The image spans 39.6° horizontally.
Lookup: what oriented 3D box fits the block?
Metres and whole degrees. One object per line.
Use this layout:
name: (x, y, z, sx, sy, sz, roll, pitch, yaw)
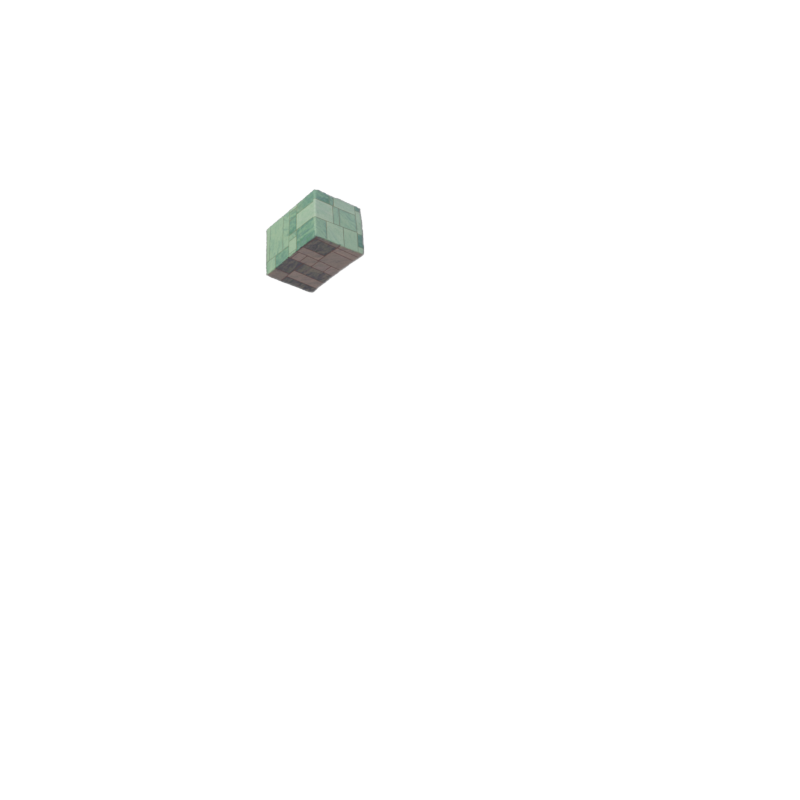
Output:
block: (-0.076, -0.139, 0.970, 0.050, 0.055, 0.077, 22, -37, -34)
